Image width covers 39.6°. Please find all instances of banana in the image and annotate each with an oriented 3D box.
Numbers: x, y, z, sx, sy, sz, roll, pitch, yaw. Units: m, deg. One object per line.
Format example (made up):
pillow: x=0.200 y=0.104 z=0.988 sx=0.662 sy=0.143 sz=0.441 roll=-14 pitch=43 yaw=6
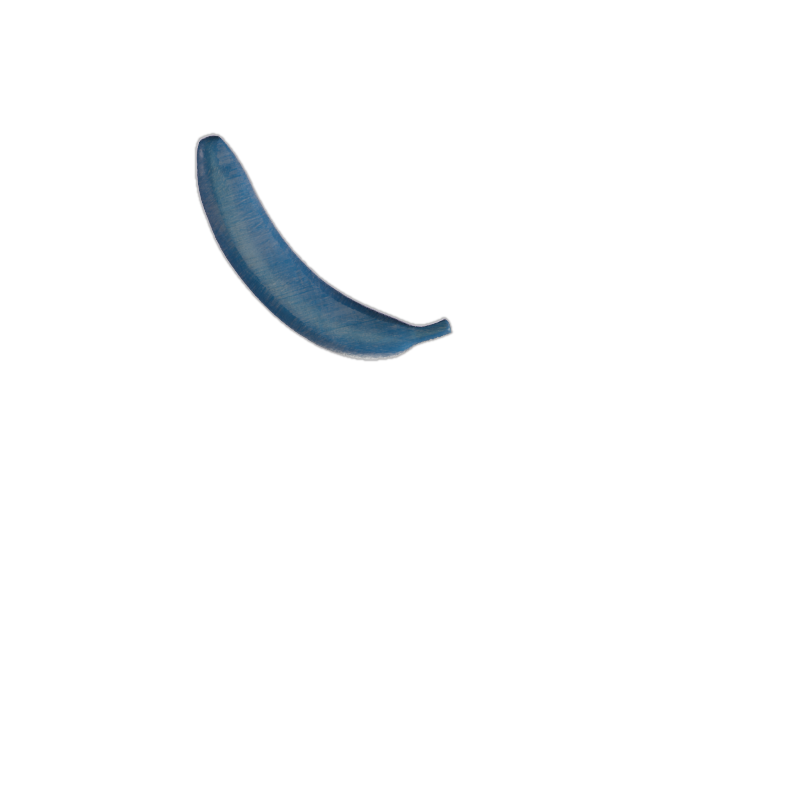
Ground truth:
banana: x=-0.063 y=-0.084 z=0.703 sx=0.195 sy=0.069 sz=0.038 roll=38 pitch=8 yaw=-6
